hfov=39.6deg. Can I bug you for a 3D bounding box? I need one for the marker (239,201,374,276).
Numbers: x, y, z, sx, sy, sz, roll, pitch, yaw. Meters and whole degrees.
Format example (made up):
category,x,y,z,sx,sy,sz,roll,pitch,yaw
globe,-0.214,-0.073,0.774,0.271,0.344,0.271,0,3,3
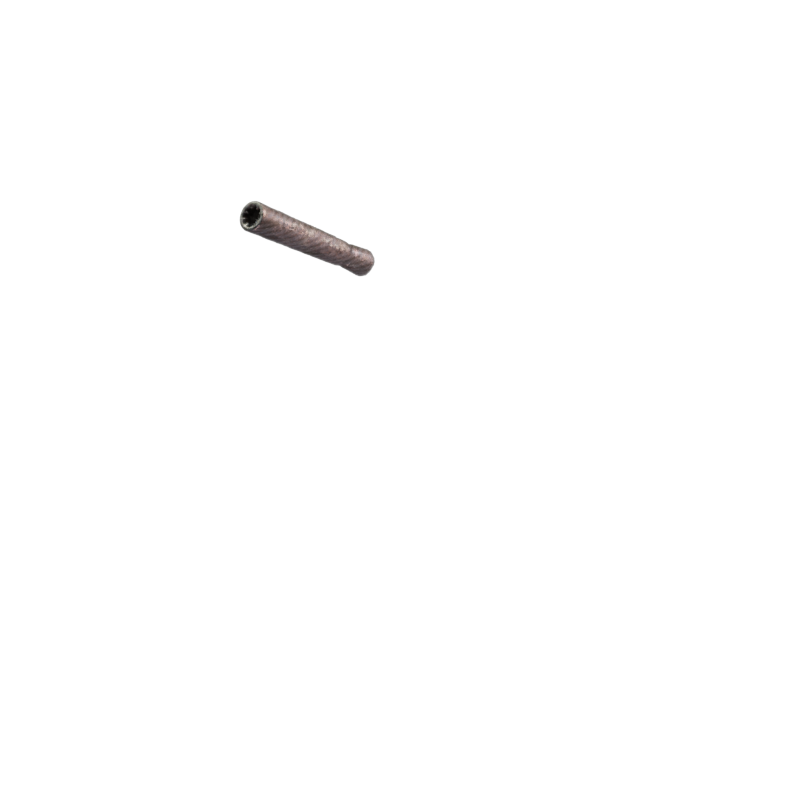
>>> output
category,x,y,z,sx,sy,sz,roll,pitch,yaw
marker,-0.055,-0.100,0.697,0.021,0.020,0.114,3,-7,37
